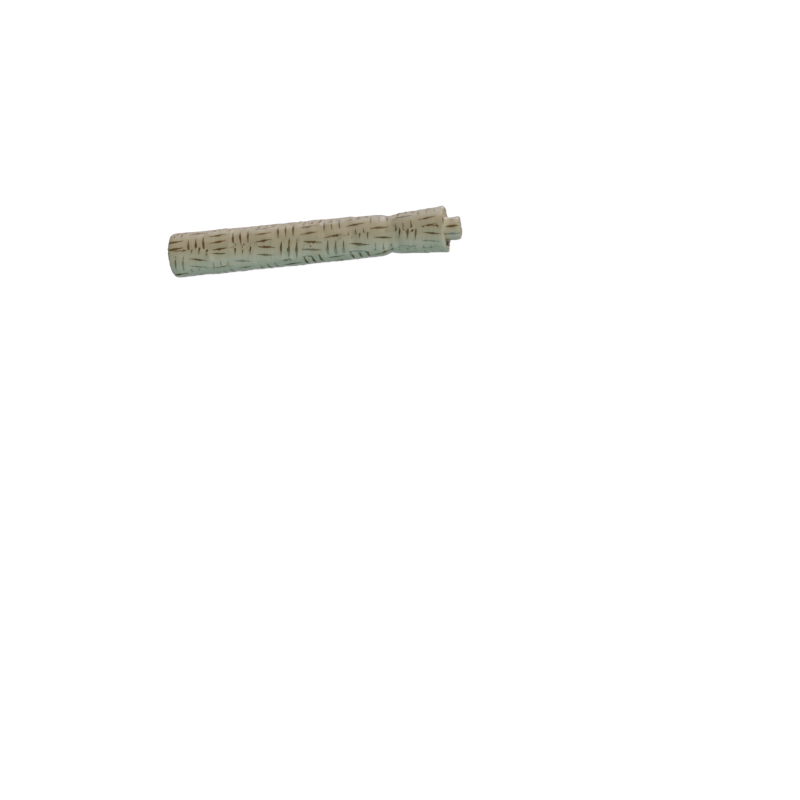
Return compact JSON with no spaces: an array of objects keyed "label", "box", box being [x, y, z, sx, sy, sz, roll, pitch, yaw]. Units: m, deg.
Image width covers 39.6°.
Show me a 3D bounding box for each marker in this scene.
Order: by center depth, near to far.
[{"label":"marker","box":[-0.036,-0.065,0.454,0.123,0.020,0.019,-4,3,13]}]
